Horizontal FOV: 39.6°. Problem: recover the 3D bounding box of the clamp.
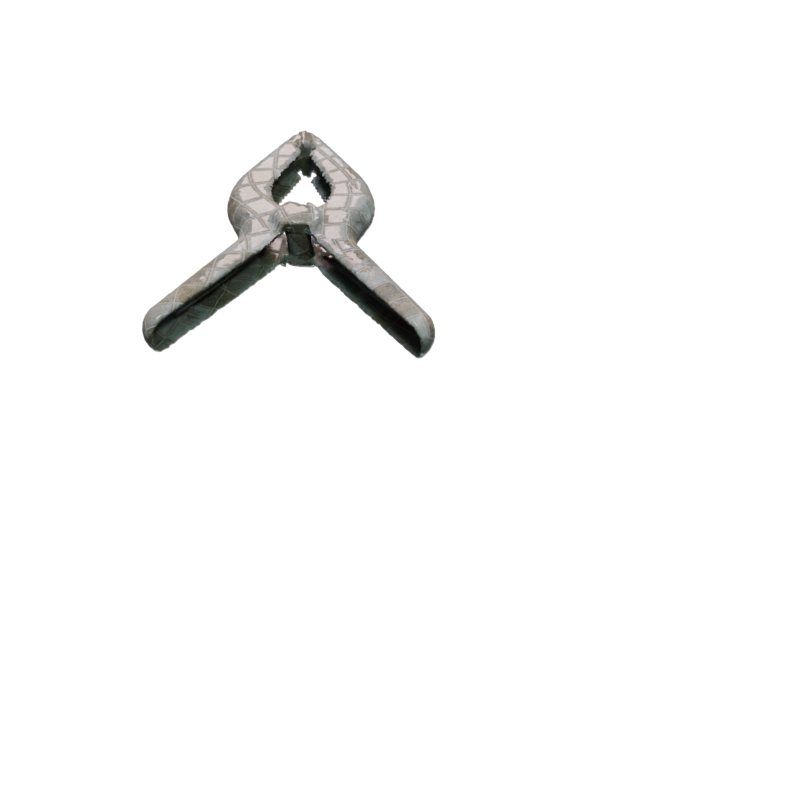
[{"bbox_3d":[-0.054,-0.099,0.690,0.166,0.034,0.223,5,43,6],"label":"clamp"}]
